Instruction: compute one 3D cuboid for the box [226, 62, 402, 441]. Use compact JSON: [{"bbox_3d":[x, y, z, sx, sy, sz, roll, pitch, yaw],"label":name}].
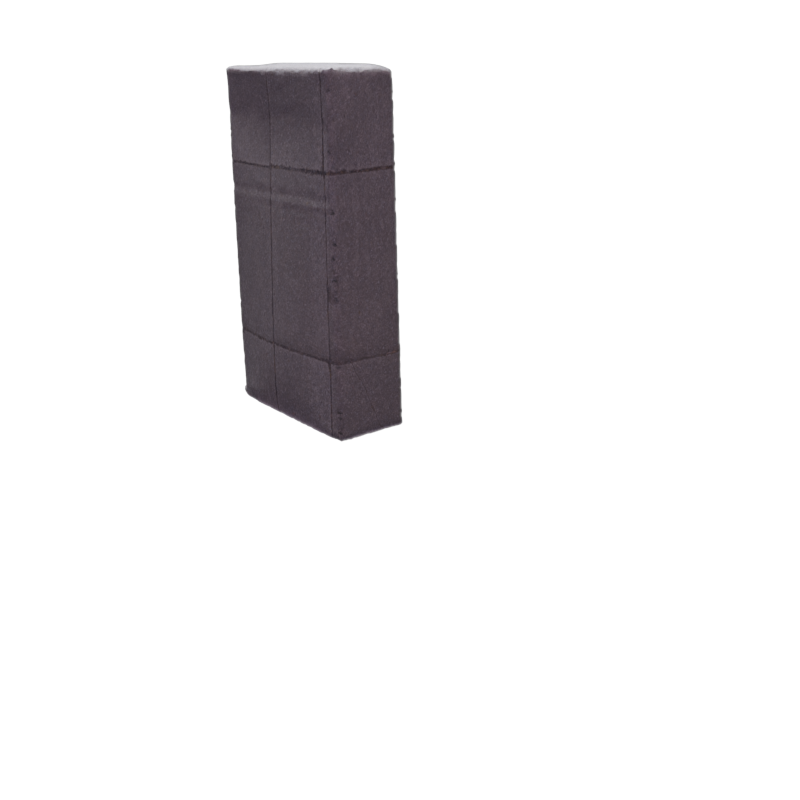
[{"bbox_3d":[-0.043,-0.079,0.553,0.047,0.172,0.099,-7,14,-36],"label":"box"}]
